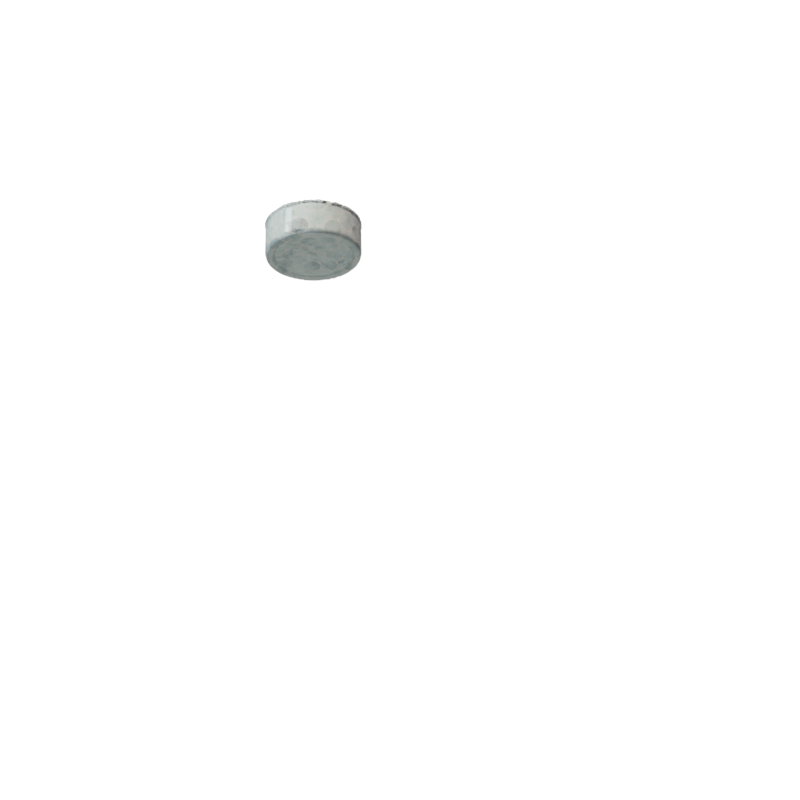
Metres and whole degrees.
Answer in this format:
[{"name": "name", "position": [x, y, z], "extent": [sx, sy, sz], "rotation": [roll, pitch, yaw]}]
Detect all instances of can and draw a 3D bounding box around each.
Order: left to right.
[{"name": "can", "position": [-0.076, -0.139, 0.977], "extent": [0.086, 0.036, 0.081], "rotation": [1, -26, -2]}]
